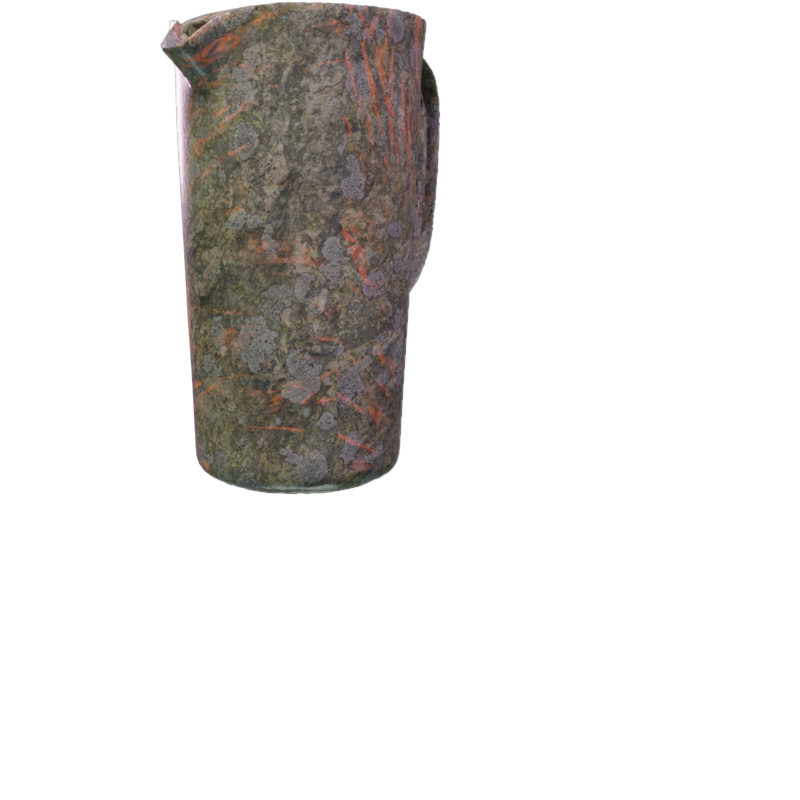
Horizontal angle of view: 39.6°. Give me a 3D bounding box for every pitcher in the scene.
[{"bbox_3d":[-0.046,-0.084,0.589,0.149,0.240,0.147,0,6,-3],"label":"pitcher"}]
